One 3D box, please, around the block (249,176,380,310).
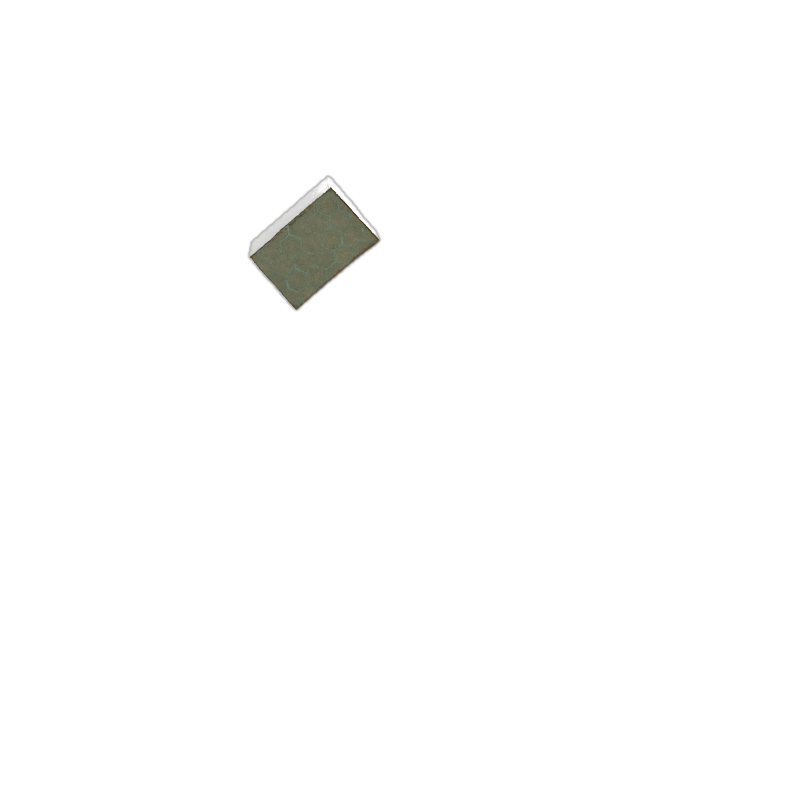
[{"bbox_3d":[-0.061,-0.111,0.780,0.078,0.051,0.053,-39,14,8],"label":"block"}]
